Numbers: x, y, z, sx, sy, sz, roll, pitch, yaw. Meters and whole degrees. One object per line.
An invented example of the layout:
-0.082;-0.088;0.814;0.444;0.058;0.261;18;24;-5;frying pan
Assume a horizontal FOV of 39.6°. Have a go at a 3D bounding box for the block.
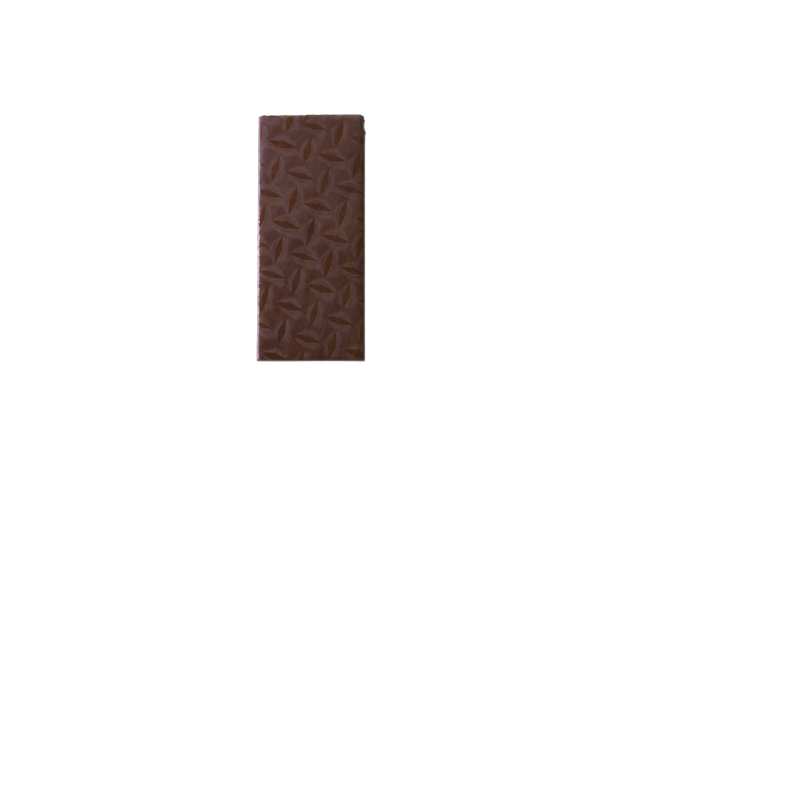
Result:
-0.074;-0.137;0.959;0.090;0.209;0.089;0;-5;1;block
